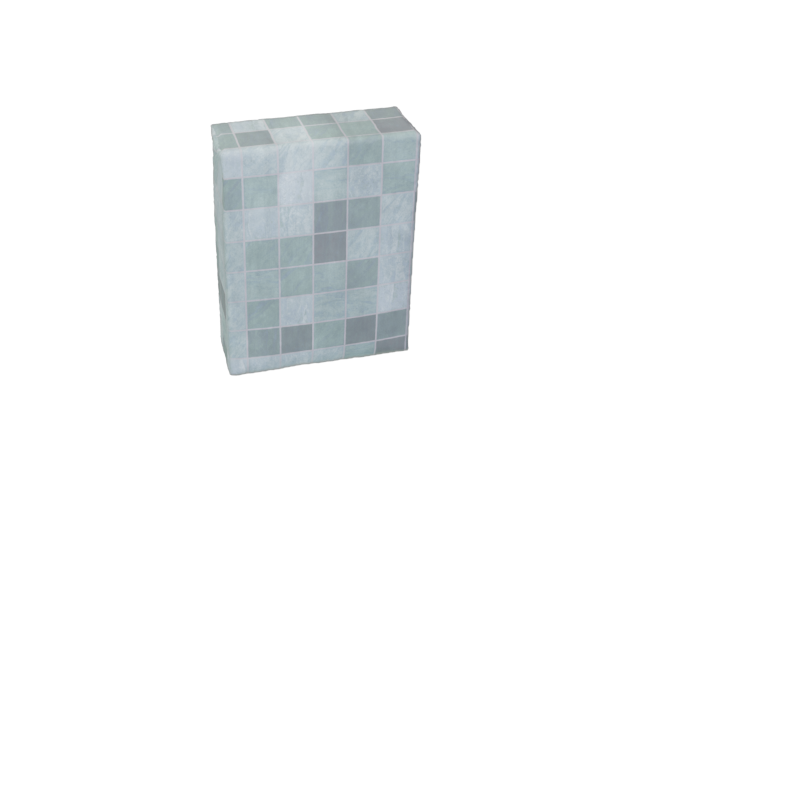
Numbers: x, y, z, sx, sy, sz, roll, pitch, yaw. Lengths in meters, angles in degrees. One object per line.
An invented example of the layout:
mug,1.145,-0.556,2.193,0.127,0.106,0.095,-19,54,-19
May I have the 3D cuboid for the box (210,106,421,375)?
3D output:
box,-0.074,-0.135,0.943,0.162,0.201,0.077,-7,33,-14
